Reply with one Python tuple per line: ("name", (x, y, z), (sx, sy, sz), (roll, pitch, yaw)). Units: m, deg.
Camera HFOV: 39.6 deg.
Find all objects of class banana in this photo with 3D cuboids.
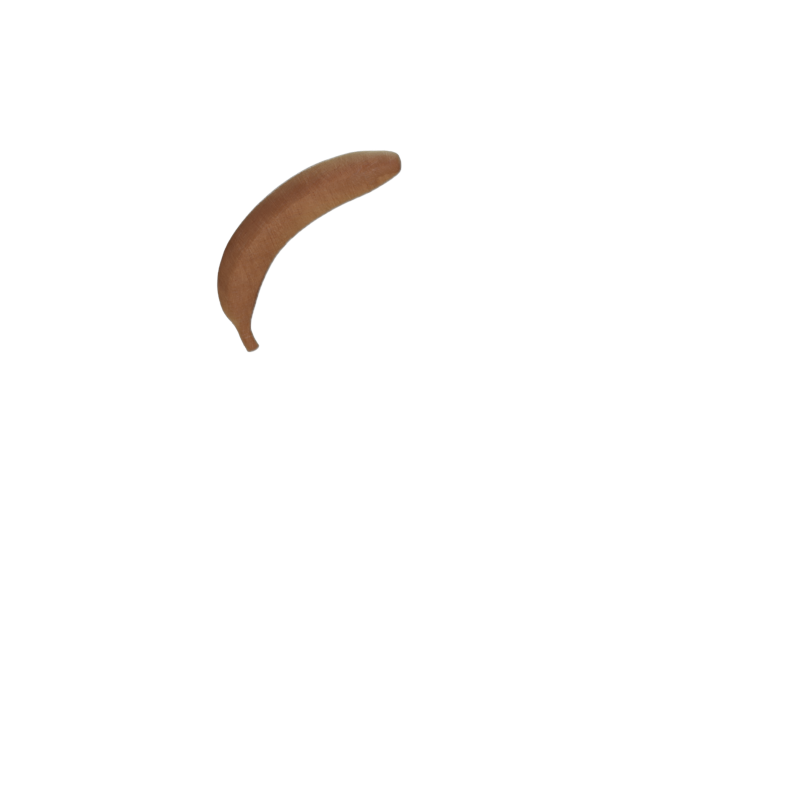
("banana", (-0.083, -0.127, 0.840), (0.067, 0.194, 0.039), (34, 23, -18))
